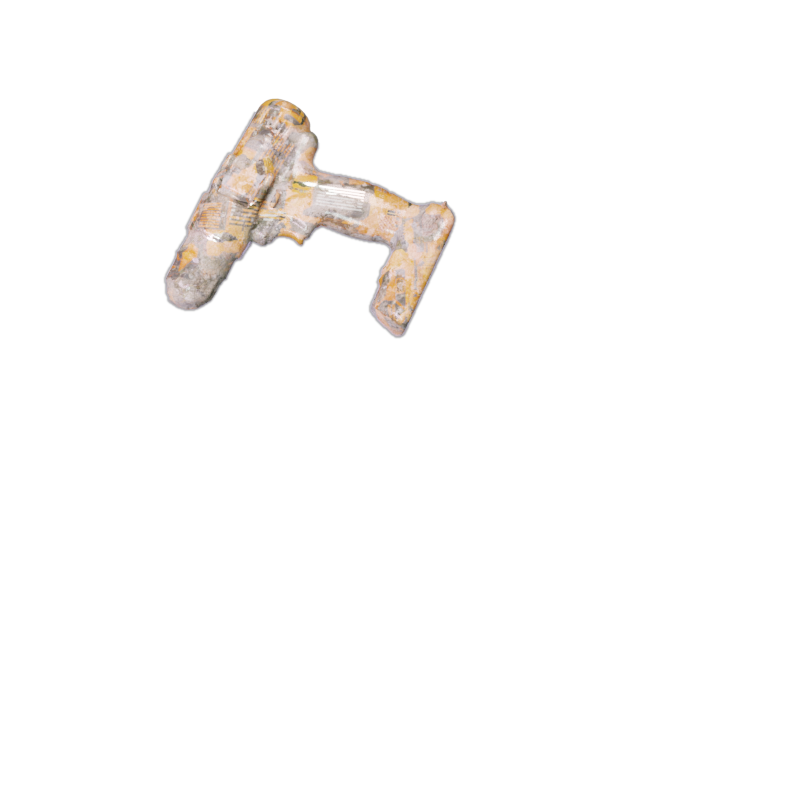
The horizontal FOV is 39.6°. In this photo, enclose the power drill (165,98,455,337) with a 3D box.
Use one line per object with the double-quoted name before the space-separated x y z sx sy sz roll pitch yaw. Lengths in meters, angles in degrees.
"power drill" -0.067 -0.122 0.851 0.190 0.188 0.055 26 -12 6
